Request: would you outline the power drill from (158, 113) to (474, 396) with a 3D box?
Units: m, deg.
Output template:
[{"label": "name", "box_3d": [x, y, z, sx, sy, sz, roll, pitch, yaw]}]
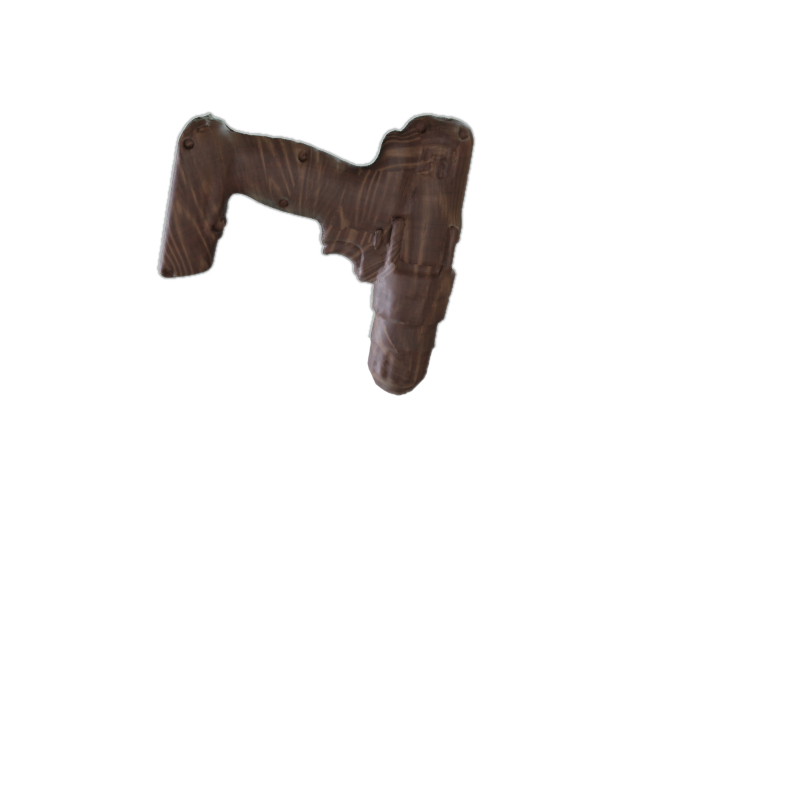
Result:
[{"label": "power drill", "box_3d": [-0.056, -0.101, 0.710, 0.187, 0.180, 0.059, 9, 13, -3]}]
